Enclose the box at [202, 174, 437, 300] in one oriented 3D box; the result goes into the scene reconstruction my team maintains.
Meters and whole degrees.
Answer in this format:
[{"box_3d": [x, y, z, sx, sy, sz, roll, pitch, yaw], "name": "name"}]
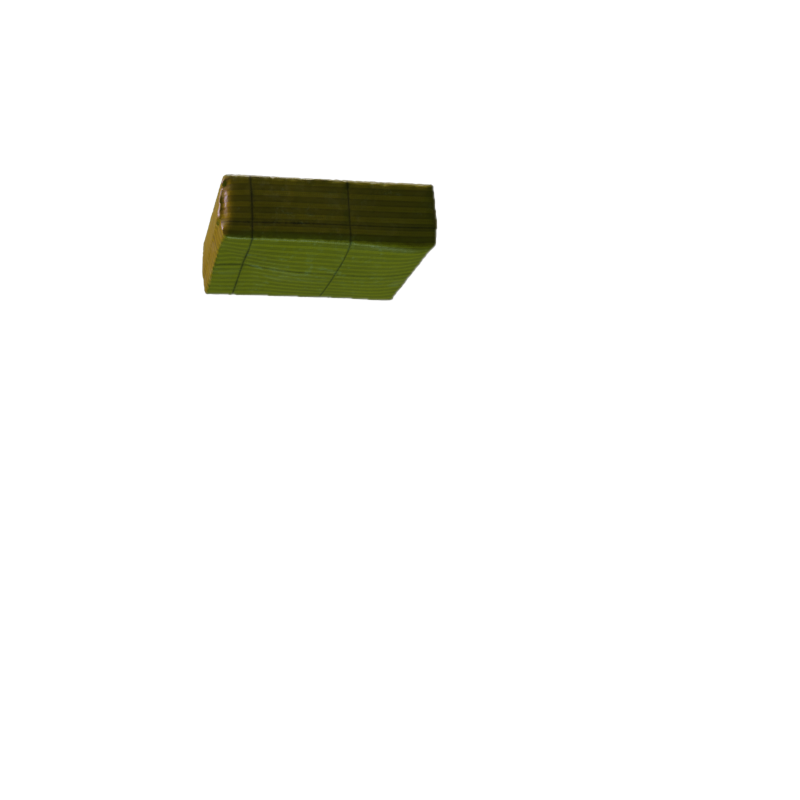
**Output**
[{"box_3d": [-0.047, -0.085, 0.595, 0.111, 0.041, 0.088, 3, -15, -13], "name": "box"}]
